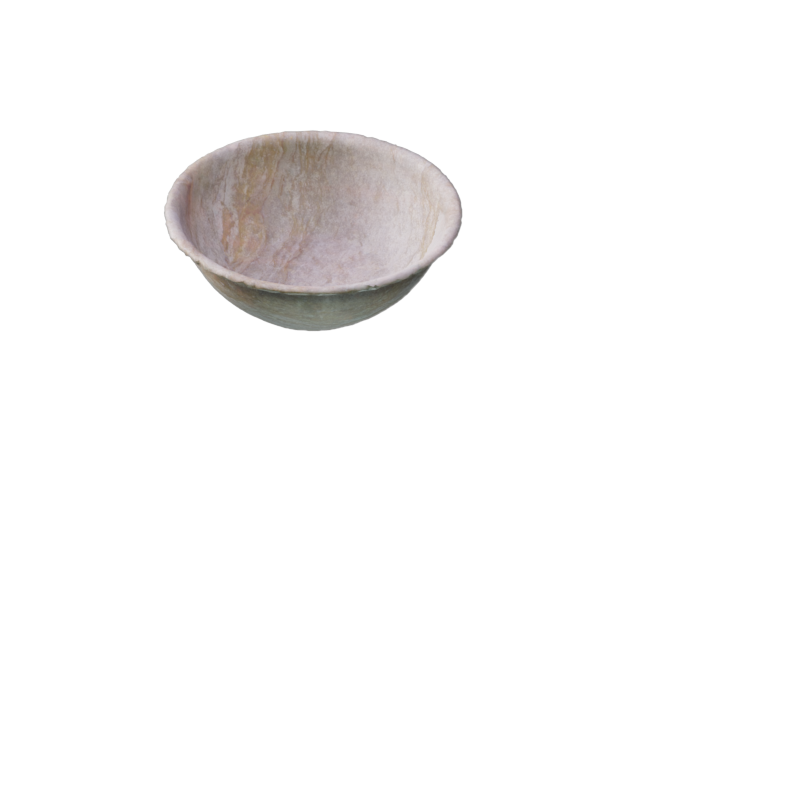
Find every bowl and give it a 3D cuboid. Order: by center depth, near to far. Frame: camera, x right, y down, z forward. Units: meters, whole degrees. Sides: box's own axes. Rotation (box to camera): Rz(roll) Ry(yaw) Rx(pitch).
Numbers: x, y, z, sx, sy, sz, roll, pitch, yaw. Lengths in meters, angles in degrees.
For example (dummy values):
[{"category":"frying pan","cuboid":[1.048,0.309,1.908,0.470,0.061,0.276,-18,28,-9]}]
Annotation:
[{"category":"bowl","cuboid":[-0.048,-0.088,0.615,0.162,0.051,0.174,-1,39,-2]}]
